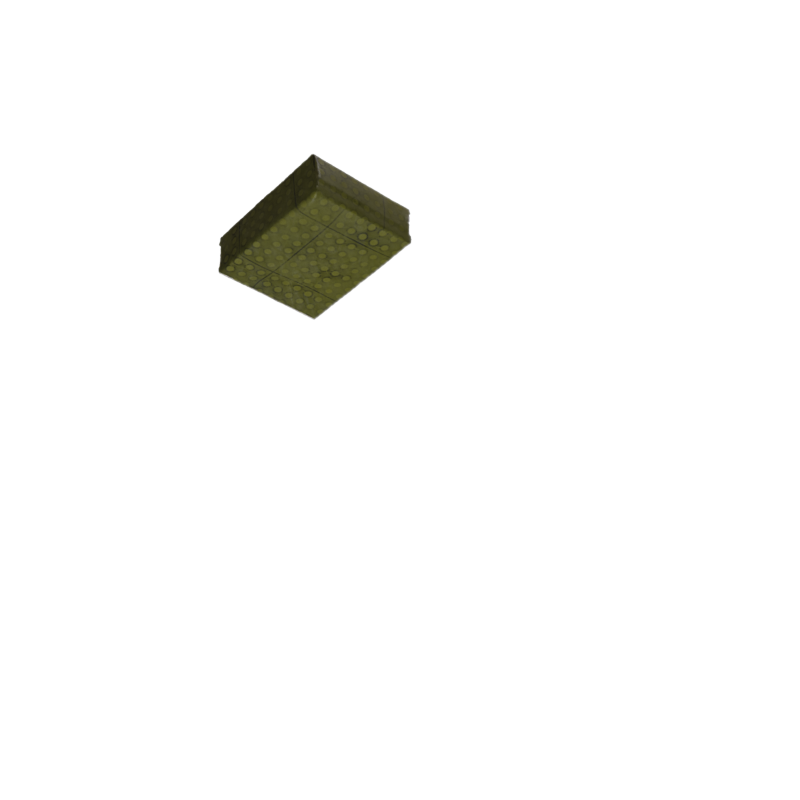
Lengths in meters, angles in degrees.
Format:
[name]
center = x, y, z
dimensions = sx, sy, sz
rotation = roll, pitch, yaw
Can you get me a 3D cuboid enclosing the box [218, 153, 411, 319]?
[box]
center = -0.062, -0.113, 0.788
dimensions = 0.085, 0.042, 0.112
rotation = 27, -44, -33
